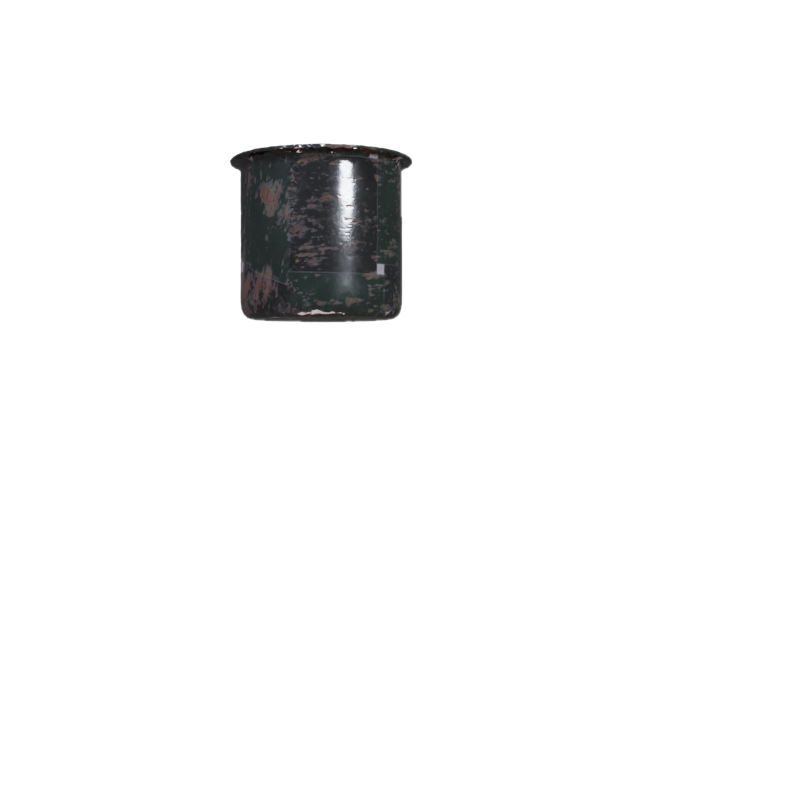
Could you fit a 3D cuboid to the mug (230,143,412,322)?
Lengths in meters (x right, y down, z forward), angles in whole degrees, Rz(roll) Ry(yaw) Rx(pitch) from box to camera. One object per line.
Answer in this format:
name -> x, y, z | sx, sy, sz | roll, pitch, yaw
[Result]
mug -> -0.045, -0.082, 0.574 | 0.091, 0.082, 0.120 | 1, -1, -23
